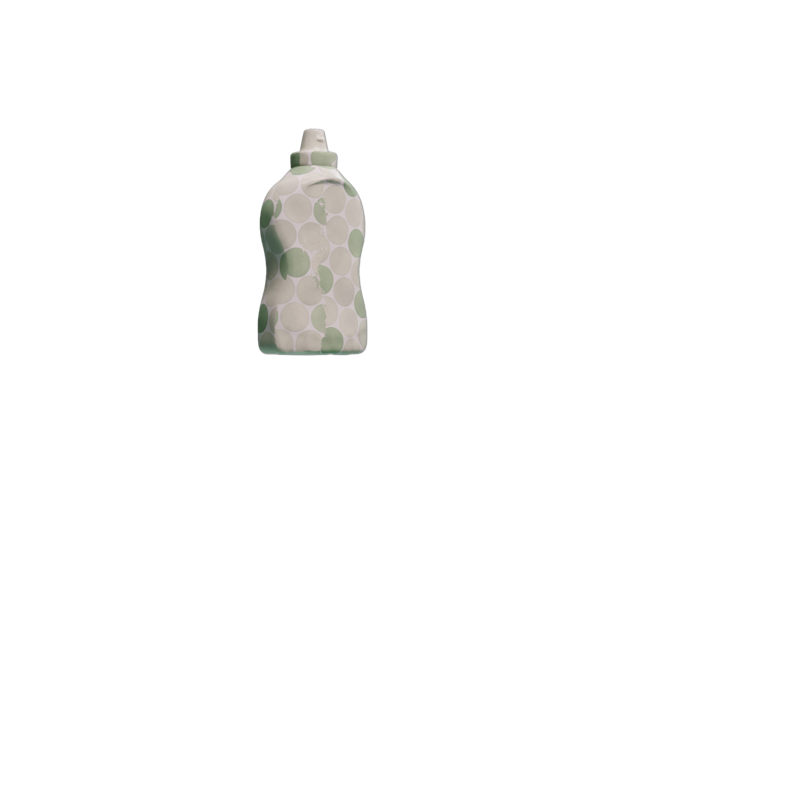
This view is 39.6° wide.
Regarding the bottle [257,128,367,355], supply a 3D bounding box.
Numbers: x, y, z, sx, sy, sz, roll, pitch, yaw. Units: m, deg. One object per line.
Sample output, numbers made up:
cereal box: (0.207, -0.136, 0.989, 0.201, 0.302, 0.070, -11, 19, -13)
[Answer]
bottle: (-0.073, -0.134, 0.942, 0.092, 0.194, 0.060, 2, -5, -34)
